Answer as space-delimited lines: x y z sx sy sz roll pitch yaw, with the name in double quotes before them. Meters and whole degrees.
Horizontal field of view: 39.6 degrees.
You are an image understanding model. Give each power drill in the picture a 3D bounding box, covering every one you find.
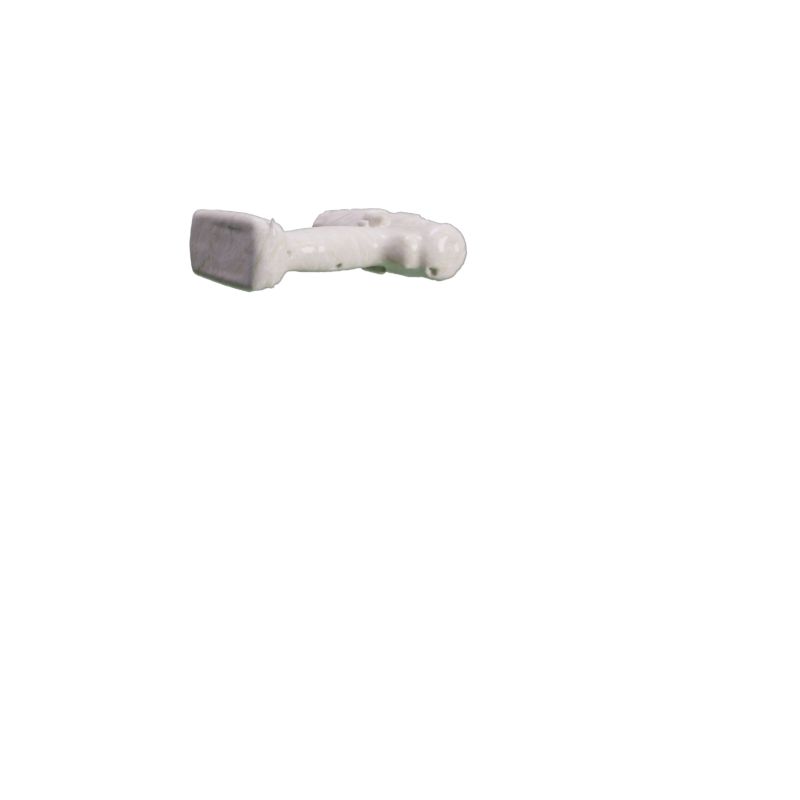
"power drill" -0.069 -0.127 0.886 0.182 0.056 0.194 -9 15 -34
